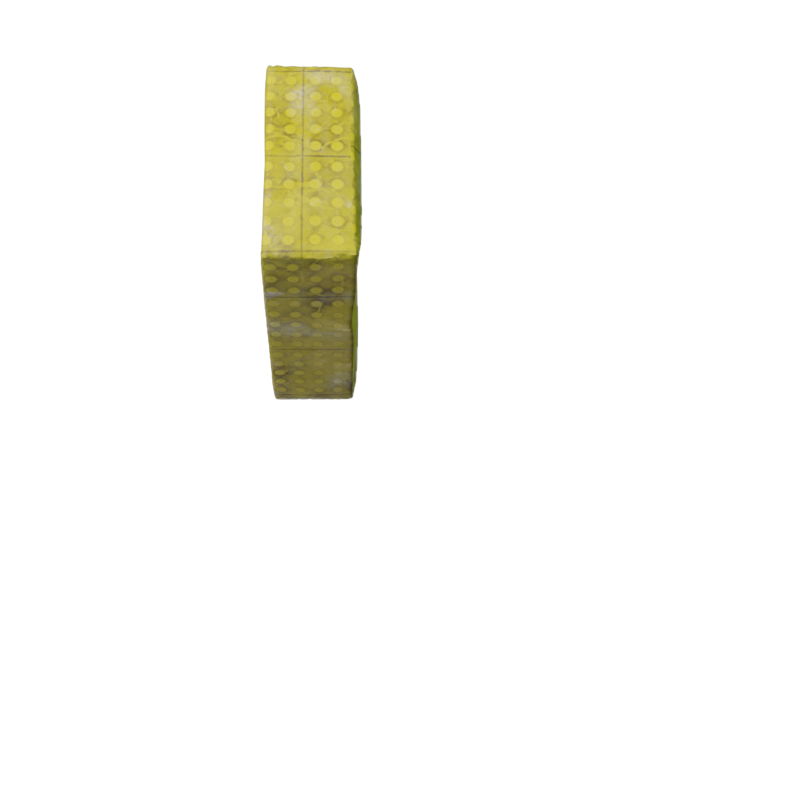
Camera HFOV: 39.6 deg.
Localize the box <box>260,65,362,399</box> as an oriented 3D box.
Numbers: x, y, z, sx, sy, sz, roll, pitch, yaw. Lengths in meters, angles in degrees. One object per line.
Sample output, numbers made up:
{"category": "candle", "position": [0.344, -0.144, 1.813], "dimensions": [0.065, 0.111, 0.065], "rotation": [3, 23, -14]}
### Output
{"category": "box", "position": [-0.065, -0.118, 0.829], "dimensions": [0.072, 0.175, 0.201], "rotation": [0, -29, -4]}
